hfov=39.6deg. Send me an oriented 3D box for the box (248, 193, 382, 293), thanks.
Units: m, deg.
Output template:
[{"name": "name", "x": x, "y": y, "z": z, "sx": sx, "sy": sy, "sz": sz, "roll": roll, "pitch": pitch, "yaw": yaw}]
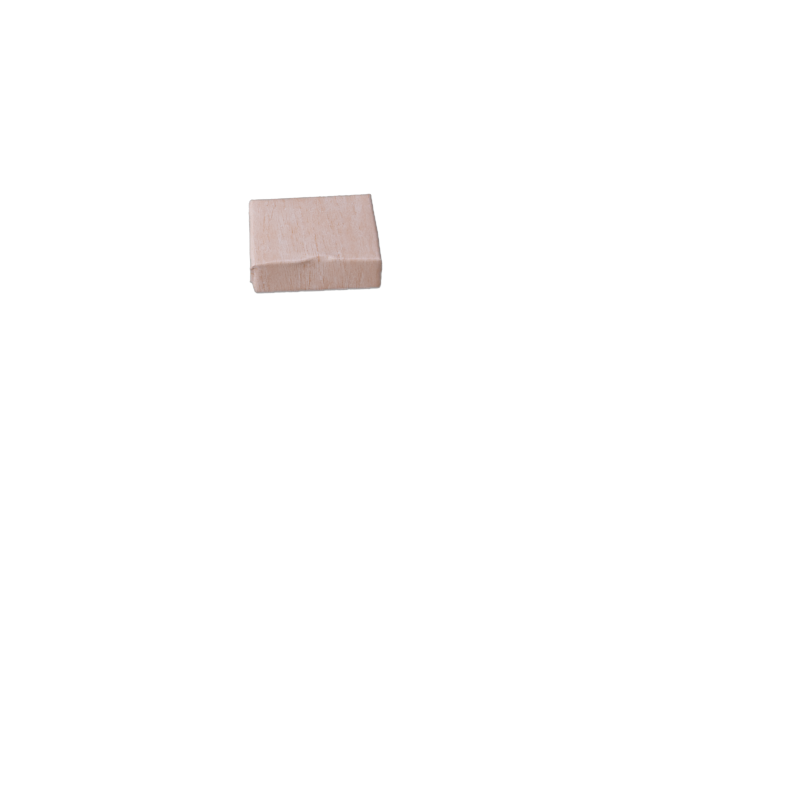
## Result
[{"name": "box", "x": -0.060, "y": -0.110, "z": 0.768, "sx": 0.089, "sy": 0.028, "sz": 0.079, "roll": -3, "pitch": 44, "yaw": -4}]
